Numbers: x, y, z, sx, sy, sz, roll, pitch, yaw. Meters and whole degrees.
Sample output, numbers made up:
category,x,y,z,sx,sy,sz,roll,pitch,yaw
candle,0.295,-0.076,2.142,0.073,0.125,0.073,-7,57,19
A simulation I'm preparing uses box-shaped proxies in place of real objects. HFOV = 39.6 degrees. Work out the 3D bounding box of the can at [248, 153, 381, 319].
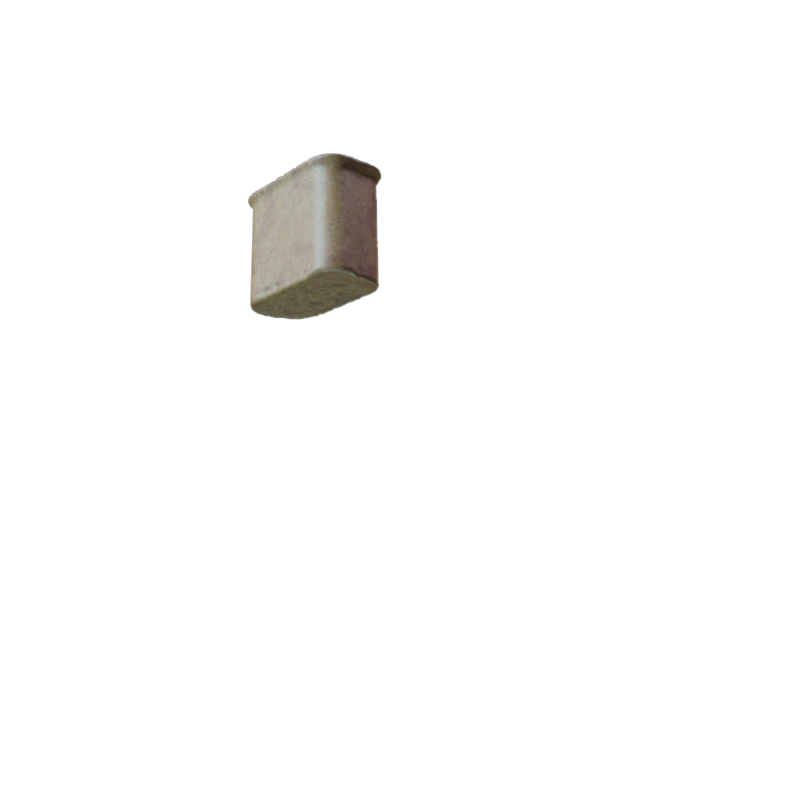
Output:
category,x,y,z,sx,sy,sz,roll,pitch,yaw
can,-0.059,-0.108,0.755,0.054,0.088,0.103,17,-26,-39
